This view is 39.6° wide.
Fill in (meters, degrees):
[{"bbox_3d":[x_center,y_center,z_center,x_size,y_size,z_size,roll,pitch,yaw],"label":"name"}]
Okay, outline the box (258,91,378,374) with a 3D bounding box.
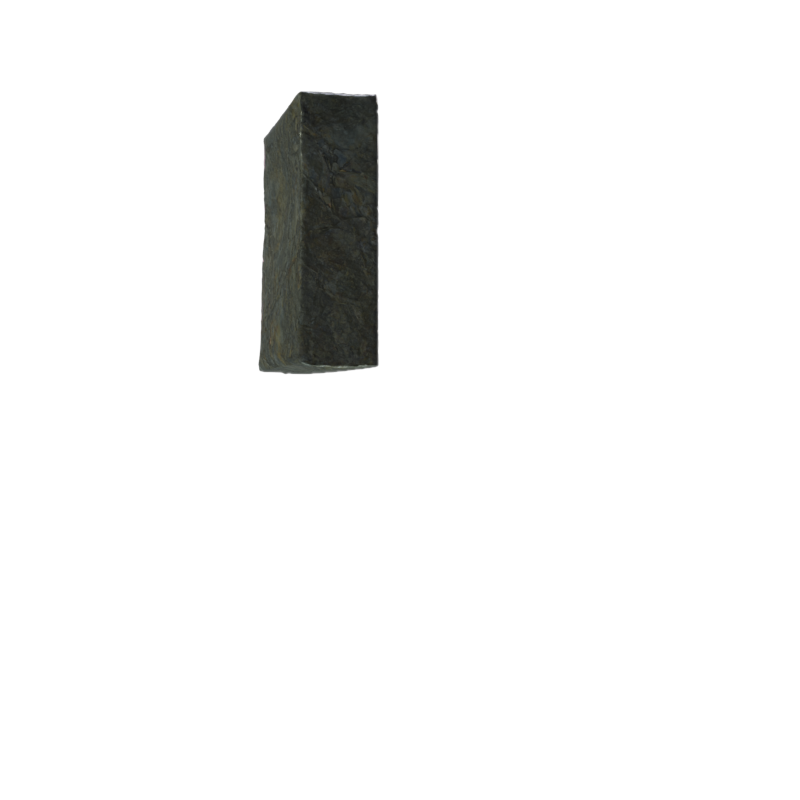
[{"bbox_3d":[-0.072,-0.130,0.914,0.070,0.217,0.165,2,-5,-17],"label":"box"}]
